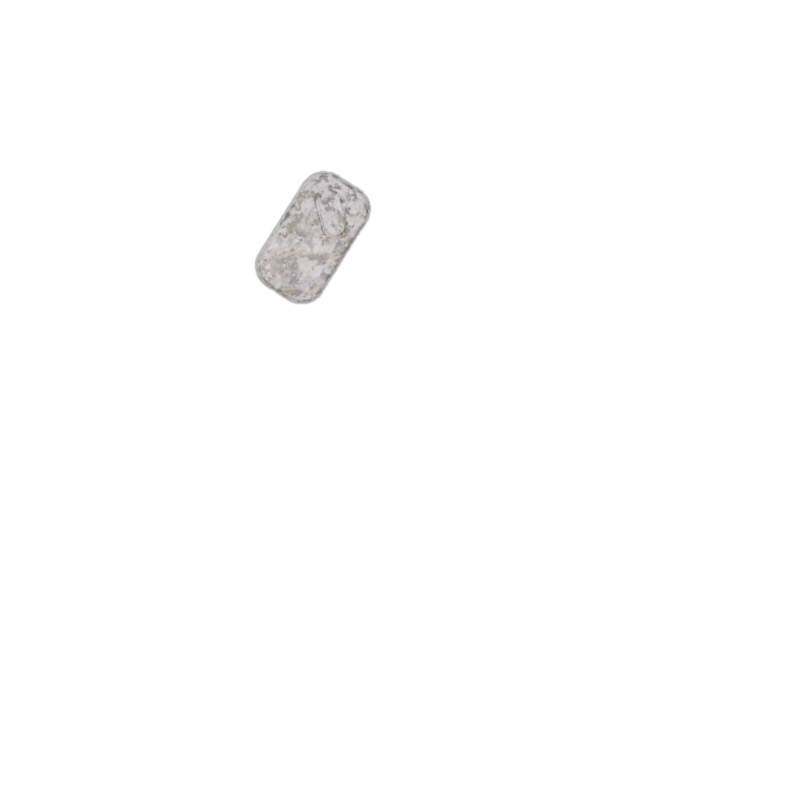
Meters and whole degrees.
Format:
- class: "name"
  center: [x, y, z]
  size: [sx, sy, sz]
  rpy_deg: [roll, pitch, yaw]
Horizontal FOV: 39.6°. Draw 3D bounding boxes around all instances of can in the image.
- class: "can"
  center: [-0.070, -0.129, 0.900]
  size: [0.057, 0.102, 0.084]
  rpy_deg: [32, -2, -3]
